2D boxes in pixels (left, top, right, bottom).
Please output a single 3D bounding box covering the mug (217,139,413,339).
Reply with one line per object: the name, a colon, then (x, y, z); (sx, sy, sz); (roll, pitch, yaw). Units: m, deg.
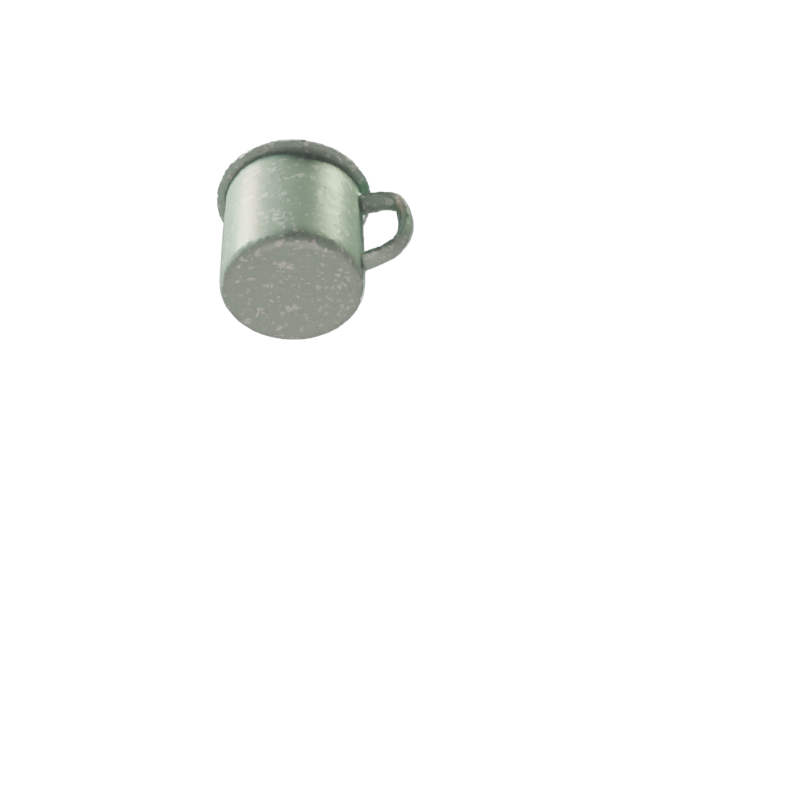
mug: (-0.050, -0.091, 0.639); (0.118, 0.087, 0.086); (-8, -45, 6)
